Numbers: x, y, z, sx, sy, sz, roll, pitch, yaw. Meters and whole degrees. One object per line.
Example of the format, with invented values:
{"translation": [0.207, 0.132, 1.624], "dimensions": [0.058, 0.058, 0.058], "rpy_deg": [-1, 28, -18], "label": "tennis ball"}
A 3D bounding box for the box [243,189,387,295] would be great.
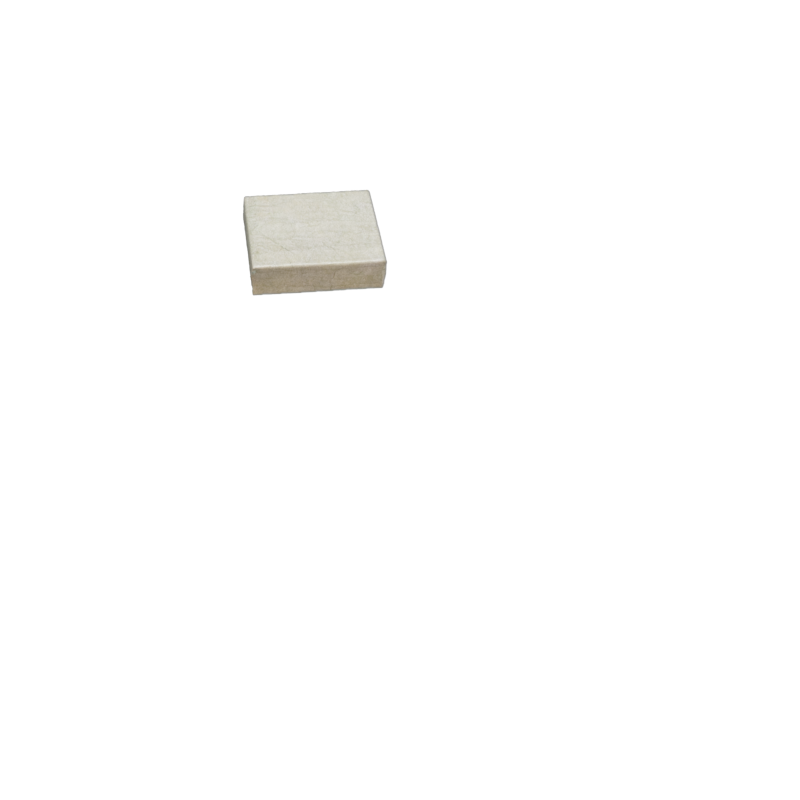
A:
{"translation": [-0.073, -0.134, 0.935], "dimensions": [0.113, 0.097, 0.036], "rpy_deg": [-6, -43, -6], "label": "box"}
